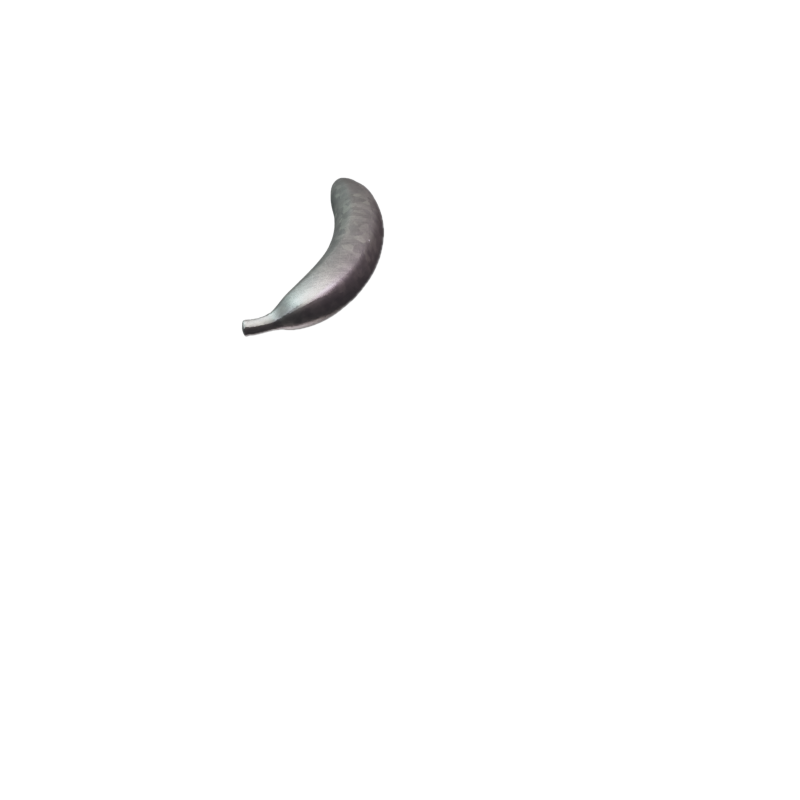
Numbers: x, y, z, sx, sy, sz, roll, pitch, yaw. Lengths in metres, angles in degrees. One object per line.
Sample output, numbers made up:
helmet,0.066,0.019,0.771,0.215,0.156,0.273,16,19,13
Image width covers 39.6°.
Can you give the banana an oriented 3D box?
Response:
banana,-0.047,-0.110,0.808,0.071,0.034,0.206,11,41,13
